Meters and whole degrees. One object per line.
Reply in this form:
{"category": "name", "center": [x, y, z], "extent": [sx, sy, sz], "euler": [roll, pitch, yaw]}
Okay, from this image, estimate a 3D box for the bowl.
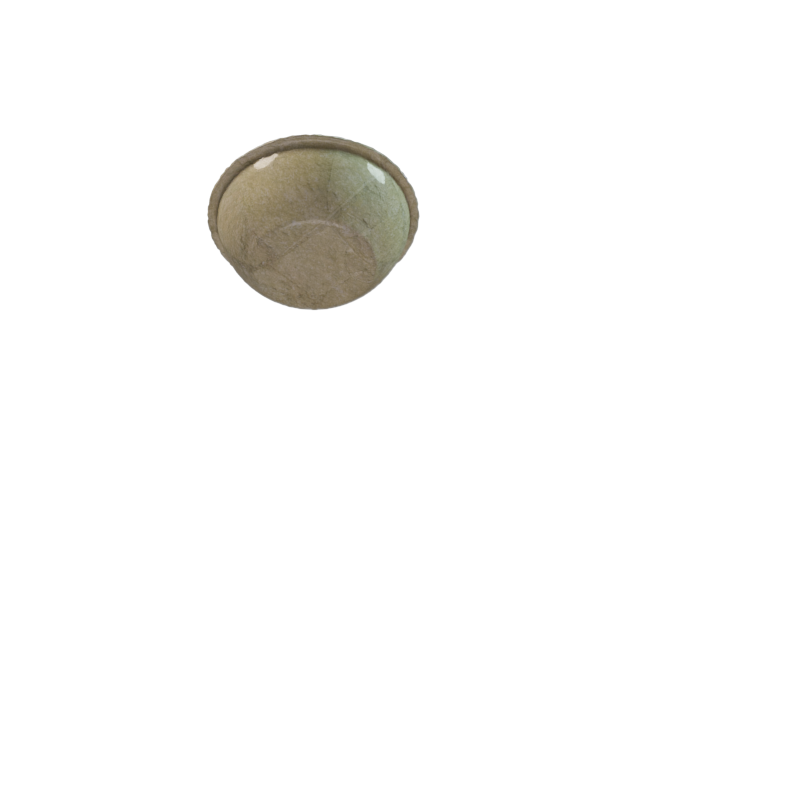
{"category": "bowl", "center": [-0.065, -0.118, 0.829], "extent": [0.162, 0.059, 0.151], "euler": [1, -44, -1]}
